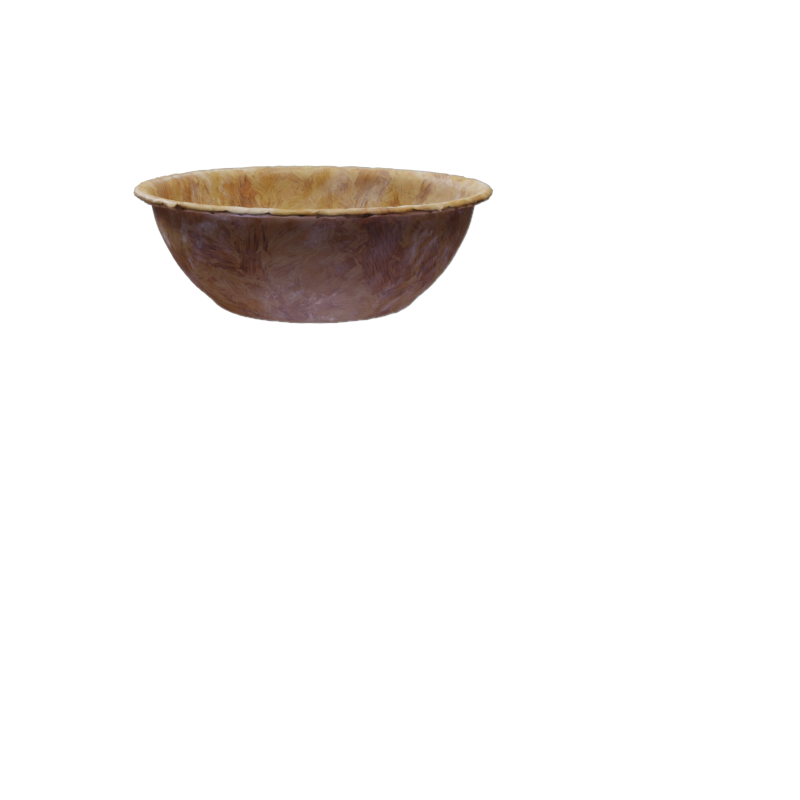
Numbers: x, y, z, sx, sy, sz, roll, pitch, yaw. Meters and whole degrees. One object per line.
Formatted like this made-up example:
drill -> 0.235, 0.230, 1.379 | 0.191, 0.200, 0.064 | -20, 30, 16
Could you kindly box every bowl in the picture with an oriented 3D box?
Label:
bowl -> -0.040, -0.073, 0.508 | 0.162, 0.053, 0.168 | -1, 18, -2
